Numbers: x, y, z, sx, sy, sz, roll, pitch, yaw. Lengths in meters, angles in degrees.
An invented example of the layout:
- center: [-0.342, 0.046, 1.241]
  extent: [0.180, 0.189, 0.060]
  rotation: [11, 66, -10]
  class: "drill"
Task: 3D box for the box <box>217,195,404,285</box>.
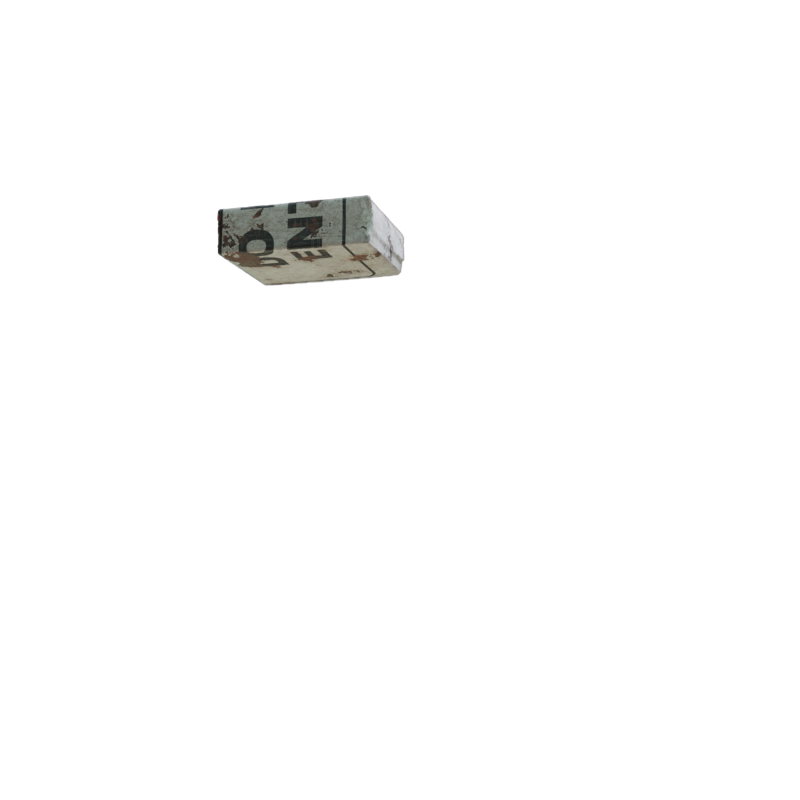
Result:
- center: [-0.049, -0.090, 0.628]
  extent: [0.091, 0.031, 0.069]
  rotation: [-3, -10, 17]
  class: "box"
